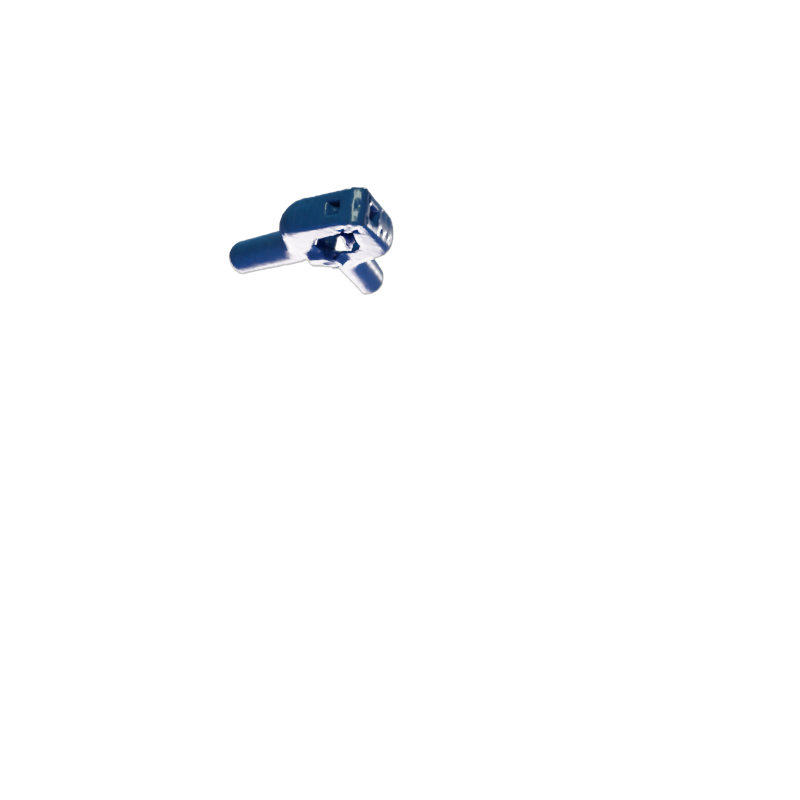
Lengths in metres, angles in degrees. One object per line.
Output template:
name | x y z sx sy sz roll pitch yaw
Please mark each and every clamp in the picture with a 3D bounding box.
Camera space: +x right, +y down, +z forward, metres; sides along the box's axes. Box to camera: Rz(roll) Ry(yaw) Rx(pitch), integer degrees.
clamp | -0.062 -0.113 0.794 0.119 0.041 0.166 2 -13 -7
